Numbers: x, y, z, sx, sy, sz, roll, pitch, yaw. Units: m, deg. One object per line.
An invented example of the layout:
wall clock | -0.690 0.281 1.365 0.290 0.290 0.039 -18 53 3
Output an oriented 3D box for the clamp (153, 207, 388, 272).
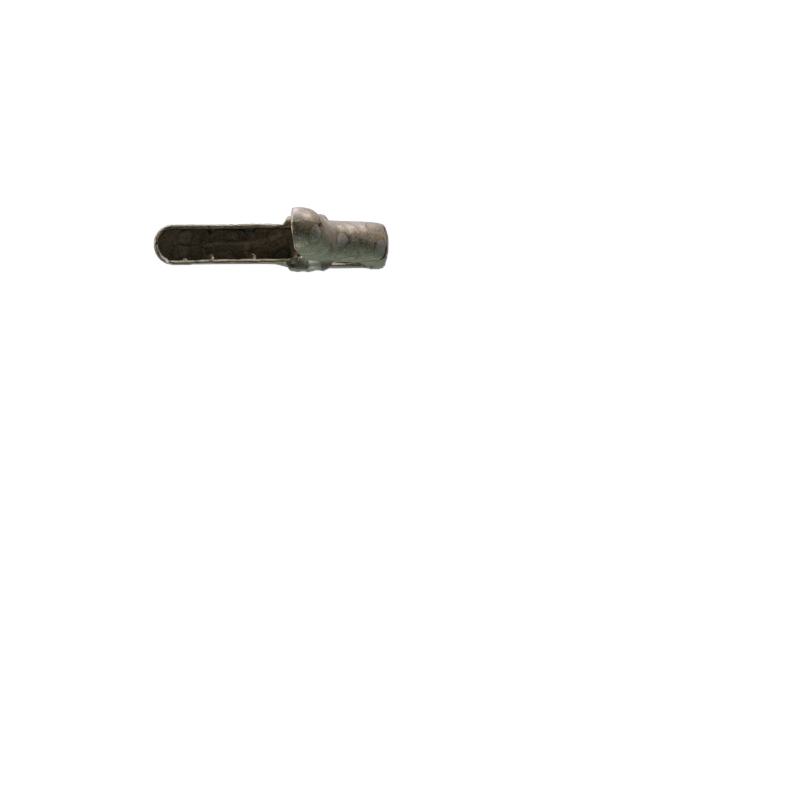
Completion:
clamp | -0.055 -0.100 0.698 0.125 0.039 0.166 7 11 43
